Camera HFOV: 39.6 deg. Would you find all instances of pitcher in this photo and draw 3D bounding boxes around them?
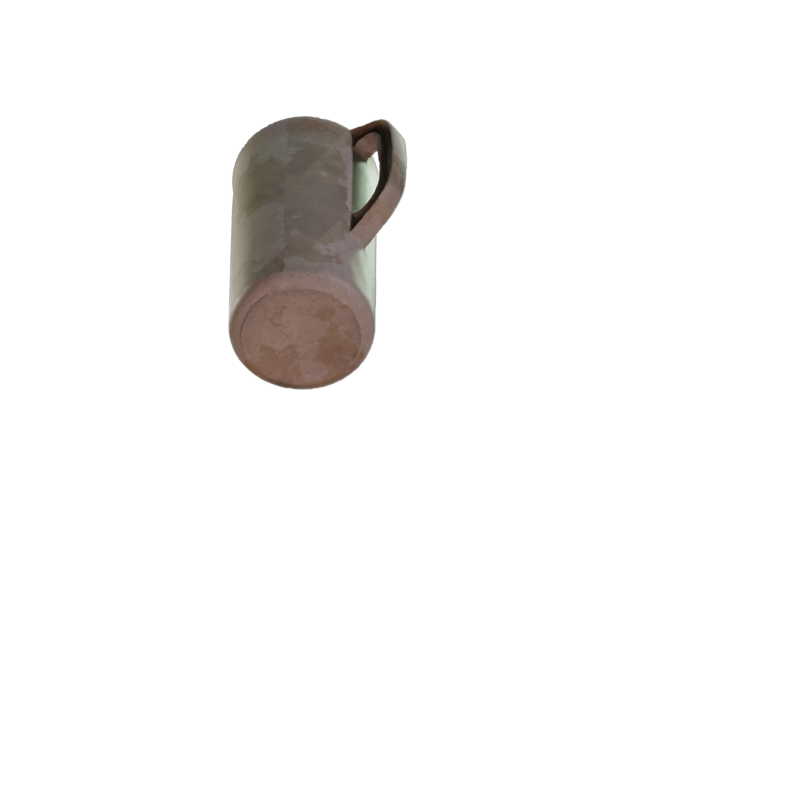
[{"bbox_3d":[-0.070,-0.128,0.899,0.144,0.140,0.260,3,36,-6],"label":"pitcher"}]
